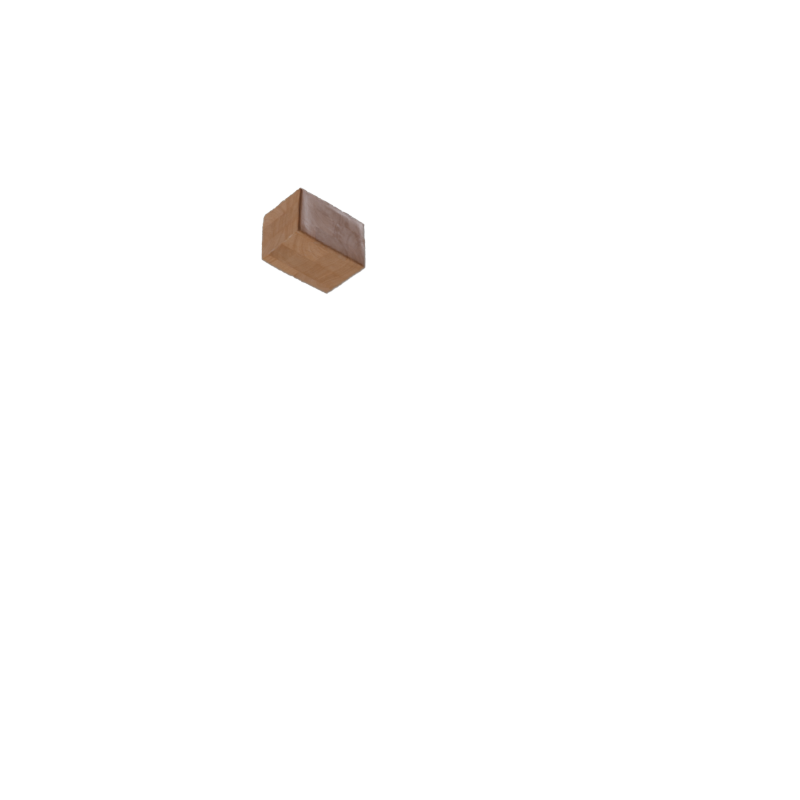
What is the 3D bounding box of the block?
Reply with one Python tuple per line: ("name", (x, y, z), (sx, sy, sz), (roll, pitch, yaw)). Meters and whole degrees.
("block", (-0.076, -0.138, 0.965), (0.073, 0.055, 0.052), (27, -44, -34))
